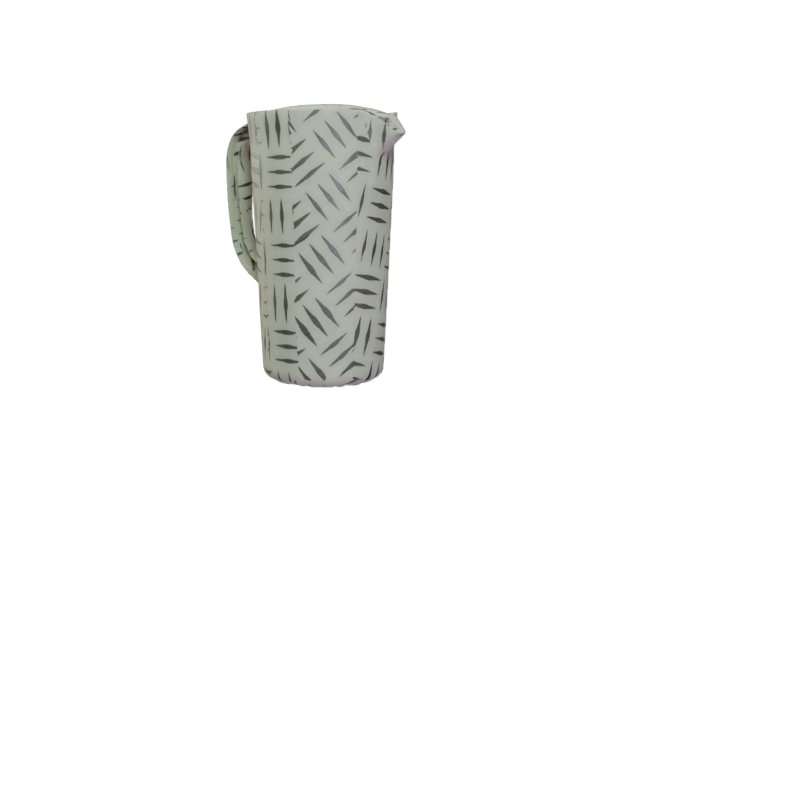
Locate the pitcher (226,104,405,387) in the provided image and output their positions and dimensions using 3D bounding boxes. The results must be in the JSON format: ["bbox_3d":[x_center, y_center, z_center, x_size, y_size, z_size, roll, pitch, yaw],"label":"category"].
[{"bbox_3d":[-0.077,-0.141,0.989,0.143,0.240,0.153,-1,6,-11],"label":"pitcher"}]
